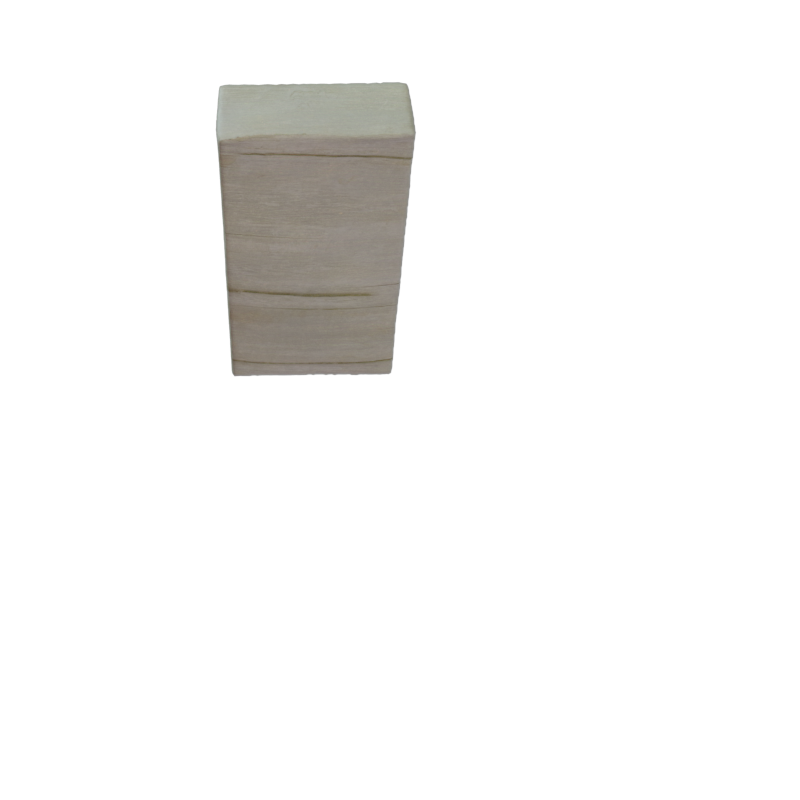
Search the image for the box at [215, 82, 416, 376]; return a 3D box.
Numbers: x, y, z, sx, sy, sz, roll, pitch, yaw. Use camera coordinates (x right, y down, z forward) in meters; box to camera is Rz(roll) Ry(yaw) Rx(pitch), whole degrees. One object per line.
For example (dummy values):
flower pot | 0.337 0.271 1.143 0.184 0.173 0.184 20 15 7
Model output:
box | -0.045 -0.082 0.573 0.093 0.052 0.164 -1 -38 -4
